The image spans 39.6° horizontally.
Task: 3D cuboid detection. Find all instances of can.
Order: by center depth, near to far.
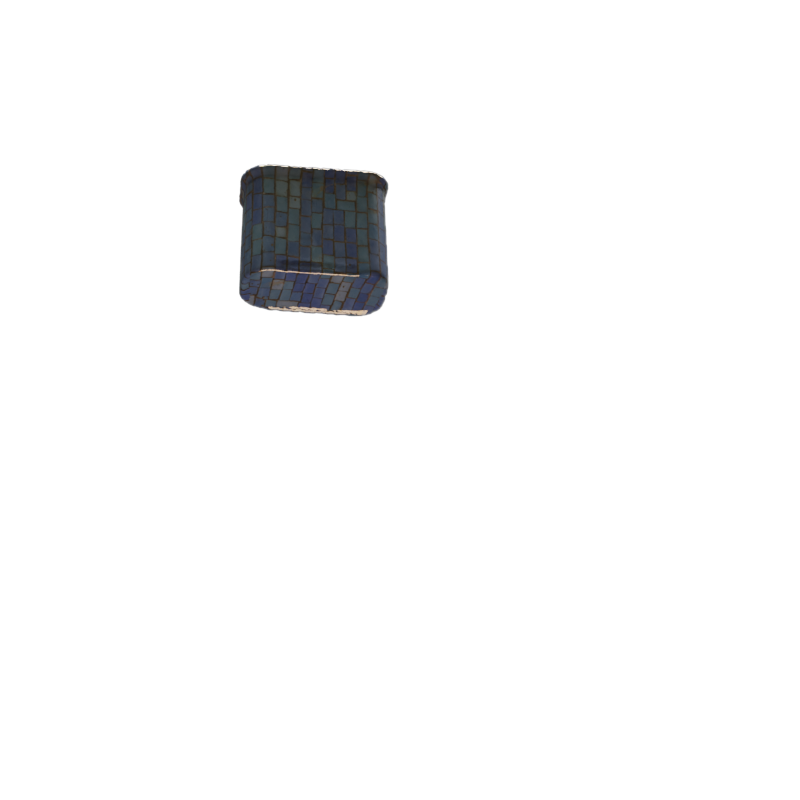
[{"bbox_3d":[-0.058,-0.106,0.745,0.101,0.089,0.054,3,-31,-7],"label":"can"}]
